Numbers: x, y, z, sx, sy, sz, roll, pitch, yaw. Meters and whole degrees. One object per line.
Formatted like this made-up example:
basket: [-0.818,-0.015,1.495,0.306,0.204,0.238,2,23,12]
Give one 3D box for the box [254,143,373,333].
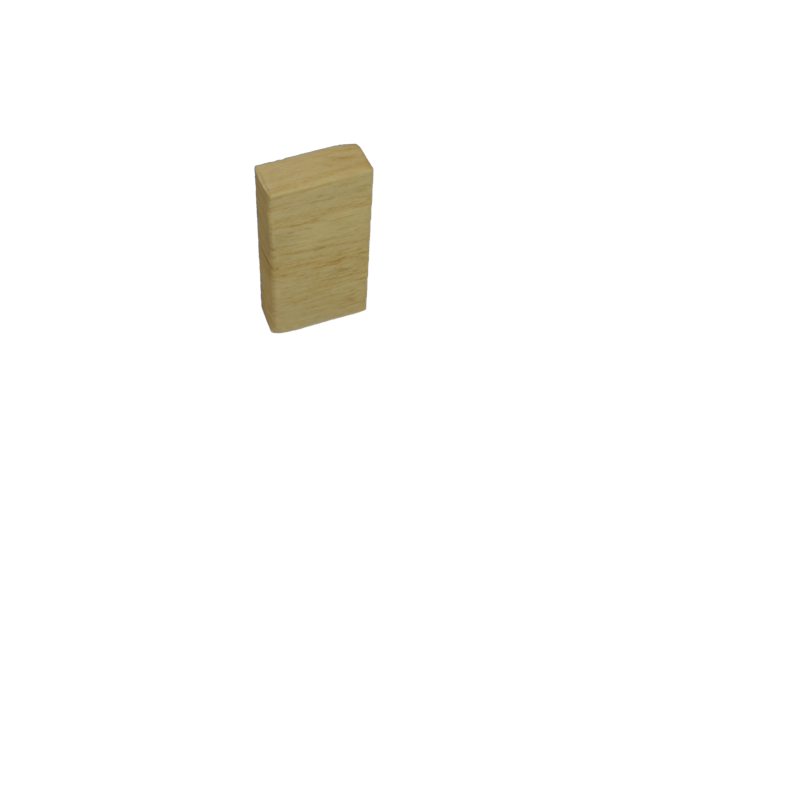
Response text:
box: [-0.075,-0.137,0.957,0.092,0.052,0.164,-15,-39,-17]
